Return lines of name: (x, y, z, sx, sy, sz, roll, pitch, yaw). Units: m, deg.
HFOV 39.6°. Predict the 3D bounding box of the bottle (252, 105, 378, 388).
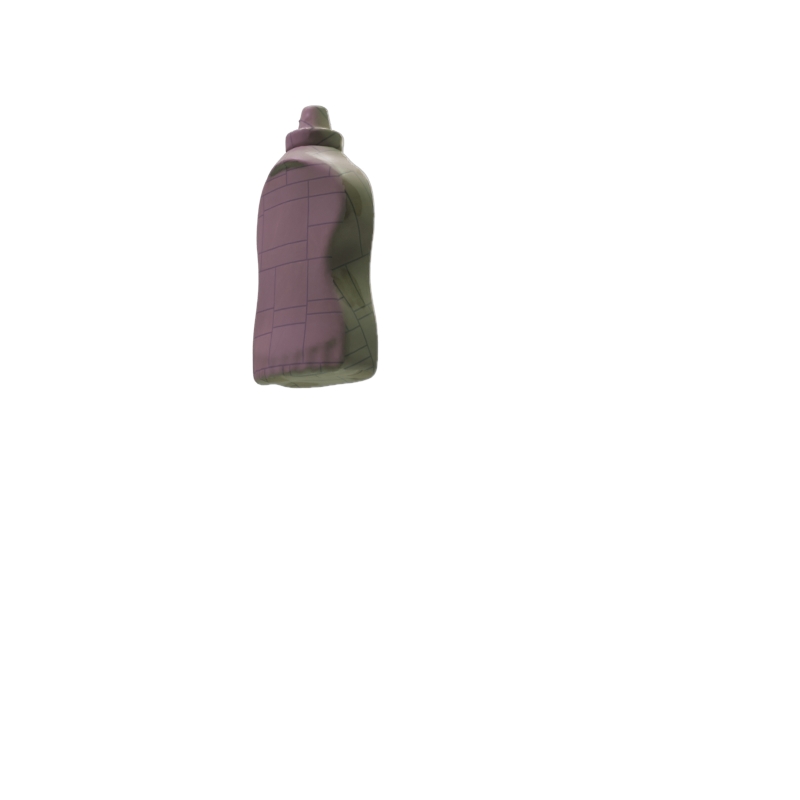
bottle: (-0.059, -0.107, 0.753, 0.055, 0.198, 0.098, 10, -16, -41)
